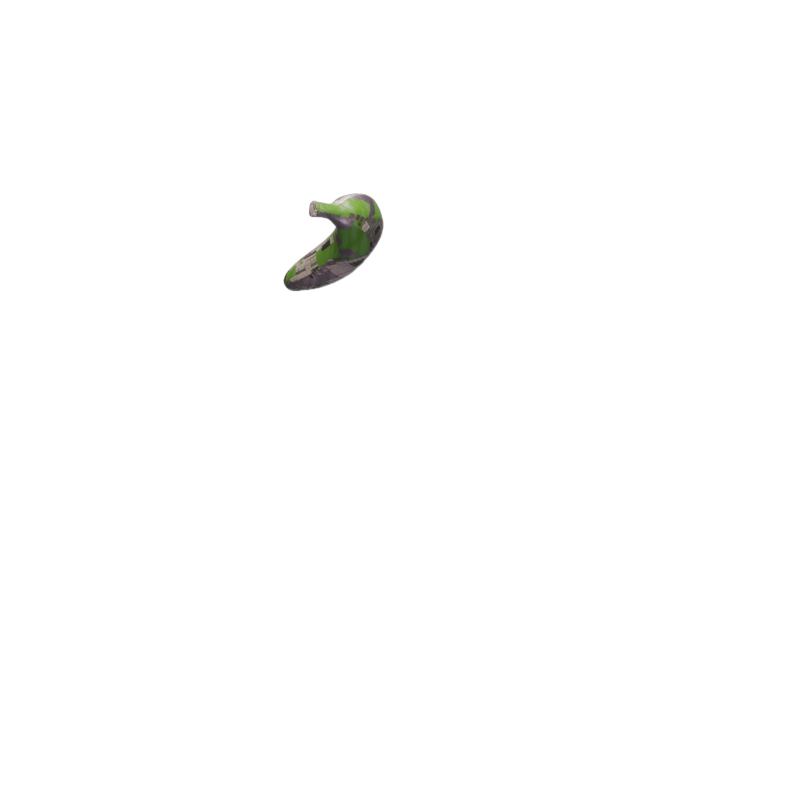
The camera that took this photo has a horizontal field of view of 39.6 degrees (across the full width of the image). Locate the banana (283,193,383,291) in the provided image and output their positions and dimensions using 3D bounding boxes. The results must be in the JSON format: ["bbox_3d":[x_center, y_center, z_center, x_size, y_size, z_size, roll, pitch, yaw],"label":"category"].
[{"bbox_3d":[-0.053,-0.132,0.921,0.069,0.038,0.192,3,-14,-11],"label":"banana"}]
